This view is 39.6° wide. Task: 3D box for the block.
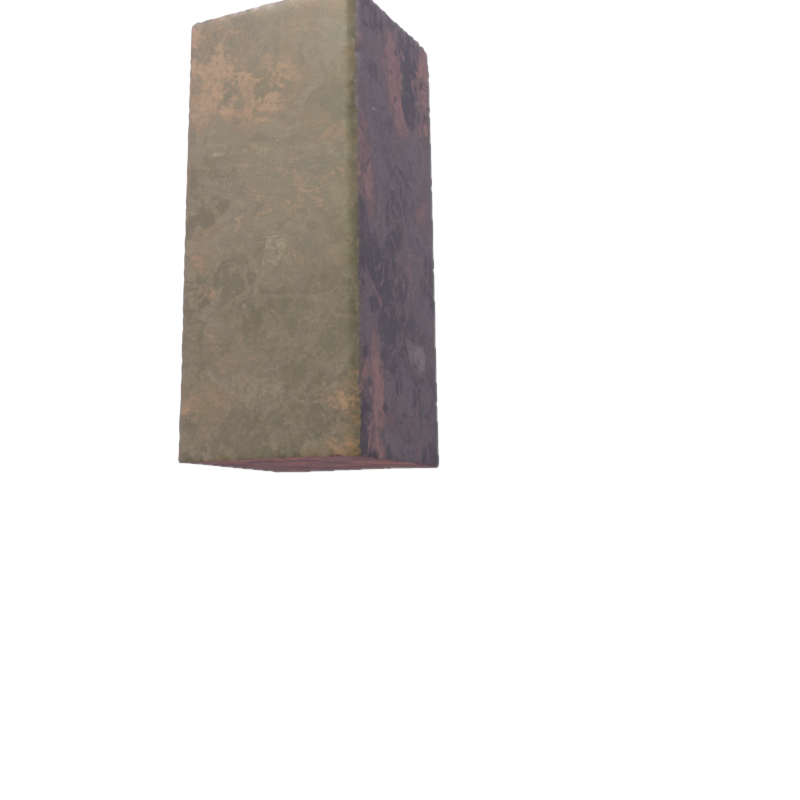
[{"bbox_3d":[-0.040,-0.074,0.520,0.092,0.213,0.086,-7,-15,25],"label":"block"}]
